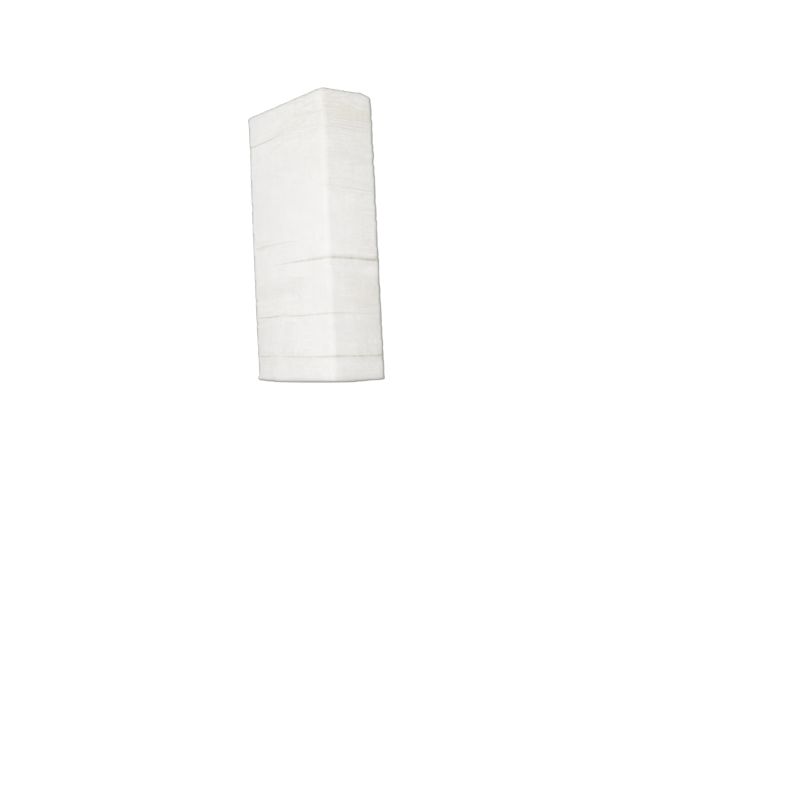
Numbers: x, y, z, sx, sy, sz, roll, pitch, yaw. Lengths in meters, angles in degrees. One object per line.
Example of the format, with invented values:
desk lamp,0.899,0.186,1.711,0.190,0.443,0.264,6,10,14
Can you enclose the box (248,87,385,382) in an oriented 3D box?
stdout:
box,-0.054,-0.100,0.699,0.046,0.179,0.096,4,-7,-35
